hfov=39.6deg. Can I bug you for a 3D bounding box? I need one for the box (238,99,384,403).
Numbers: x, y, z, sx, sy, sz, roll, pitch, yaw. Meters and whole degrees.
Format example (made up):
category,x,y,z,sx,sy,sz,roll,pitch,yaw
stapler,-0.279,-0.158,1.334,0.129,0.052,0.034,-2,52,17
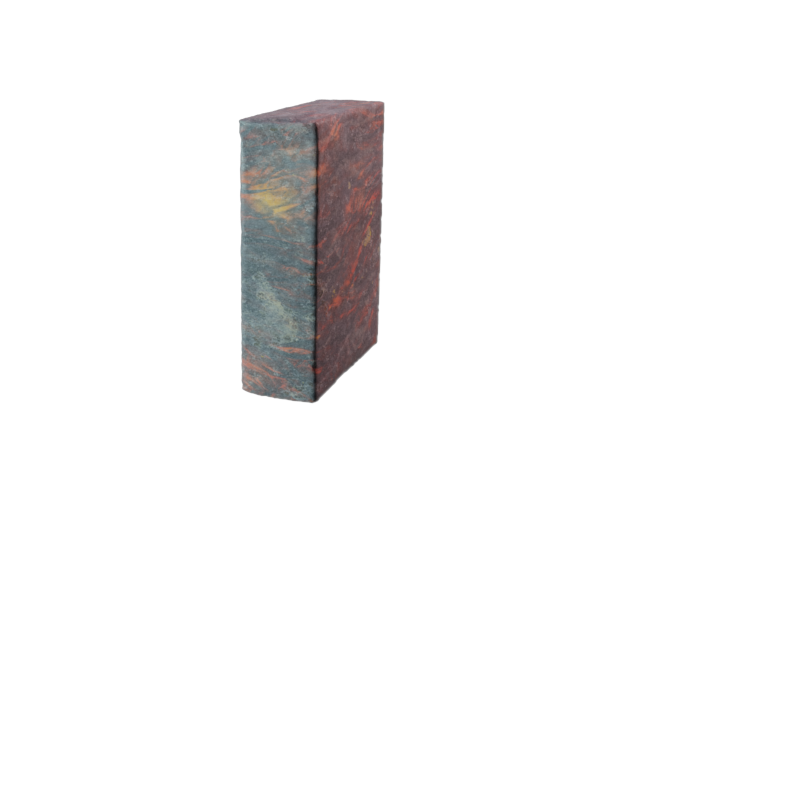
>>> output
category,x,y,z,sx,sy,sz,roll,pitch,yaw
box,-0.069,-0.127,0.888,0.074,0.207,0.166,5,16,16
